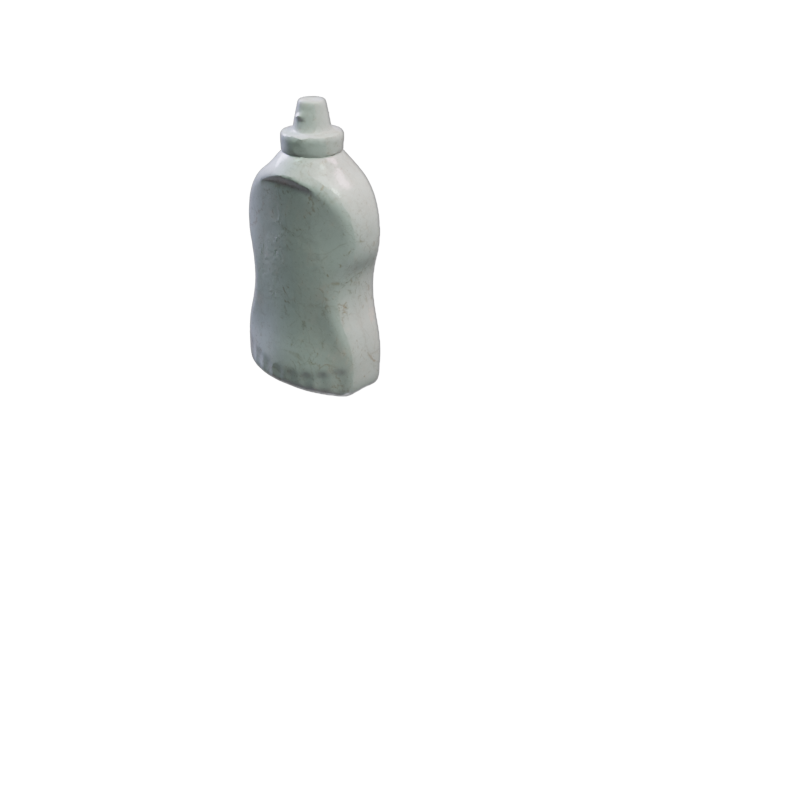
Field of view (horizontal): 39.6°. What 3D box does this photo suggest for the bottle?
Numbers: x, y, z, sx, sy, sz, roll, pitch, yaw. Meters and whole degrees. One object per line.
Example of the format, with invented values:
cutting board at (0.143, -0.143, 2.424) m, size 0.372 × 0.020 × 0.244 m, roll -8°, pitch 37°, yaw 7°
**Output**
bottle at (-0.057, -0.104, 0.730) m, size 0.102 × 0.183 × 0.058 m, roll 19°, pitch 27°, yaw 39°
